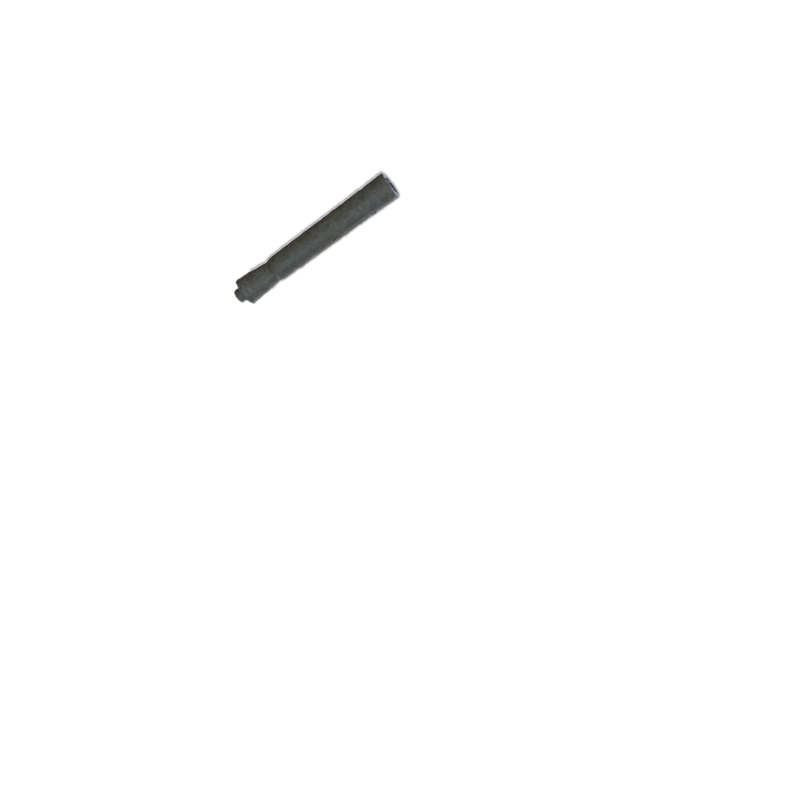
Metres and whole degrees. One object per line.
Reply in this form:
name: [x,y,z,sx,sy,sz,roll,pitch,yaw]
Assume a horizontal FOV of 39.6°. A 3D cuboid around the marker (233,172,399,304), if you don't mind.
marker: [-0.054,-0.098,0.689,0.120,0.020,0.019,-35,-4,12]
